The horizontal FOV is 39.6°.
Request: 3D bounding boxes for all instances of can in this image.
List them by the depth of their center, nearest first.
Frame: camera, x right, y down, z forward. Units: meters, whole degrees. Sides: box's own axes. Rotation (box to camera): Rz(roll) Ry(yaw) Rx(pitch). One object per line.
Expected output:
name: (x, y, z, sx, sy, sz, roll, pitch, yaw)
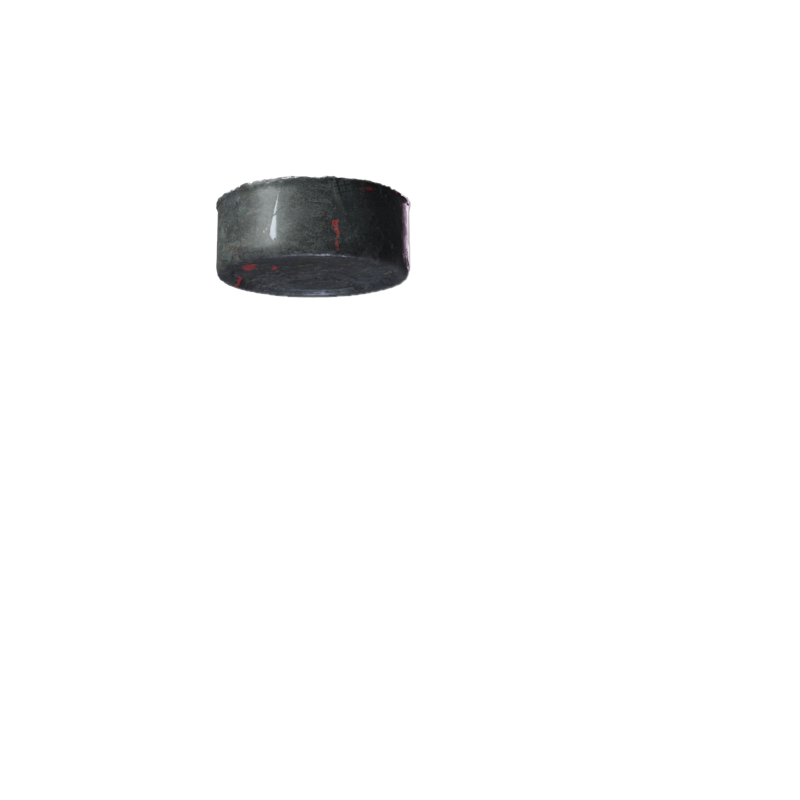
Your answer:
can: (-0.038, -0.069, 0.486, 0.086, 0.035, 0.084, 0, -8, -2)
